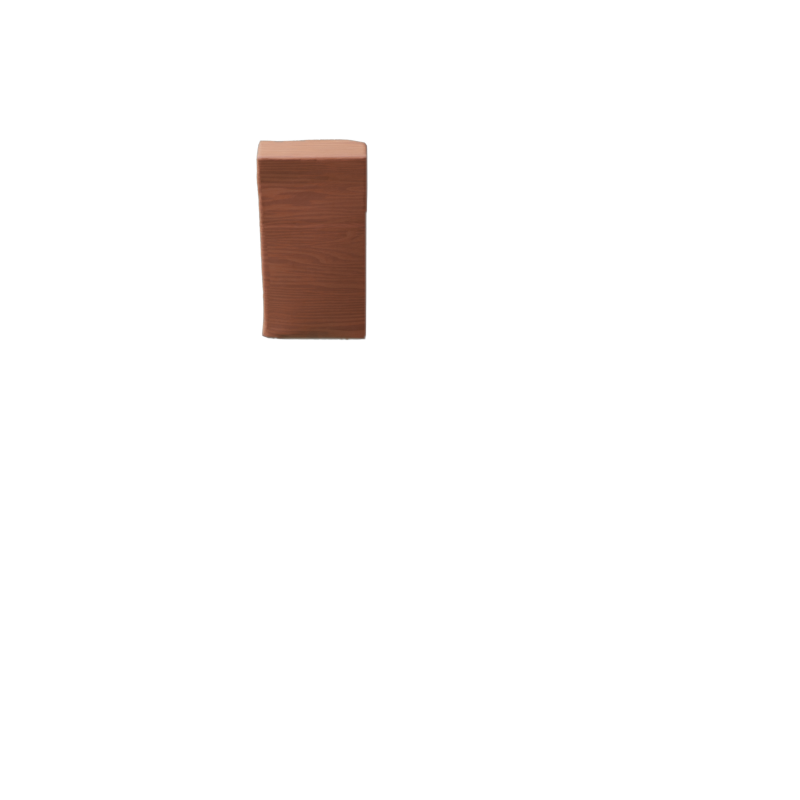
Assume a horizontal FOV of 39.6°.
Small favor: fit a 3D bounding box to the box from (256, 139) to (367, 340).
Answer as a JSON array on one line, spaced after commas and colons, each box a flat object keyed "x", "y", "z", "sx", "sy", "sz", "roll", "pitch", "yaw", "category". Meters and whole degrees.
[{"x": -0.075, "y": -0.136, "z": 0.955, "sx": 0.093, "sy": 0.167, "sz": 0.051, "roll": 1, "pitch": 26, "yaw": -1, "category": "box"}]
